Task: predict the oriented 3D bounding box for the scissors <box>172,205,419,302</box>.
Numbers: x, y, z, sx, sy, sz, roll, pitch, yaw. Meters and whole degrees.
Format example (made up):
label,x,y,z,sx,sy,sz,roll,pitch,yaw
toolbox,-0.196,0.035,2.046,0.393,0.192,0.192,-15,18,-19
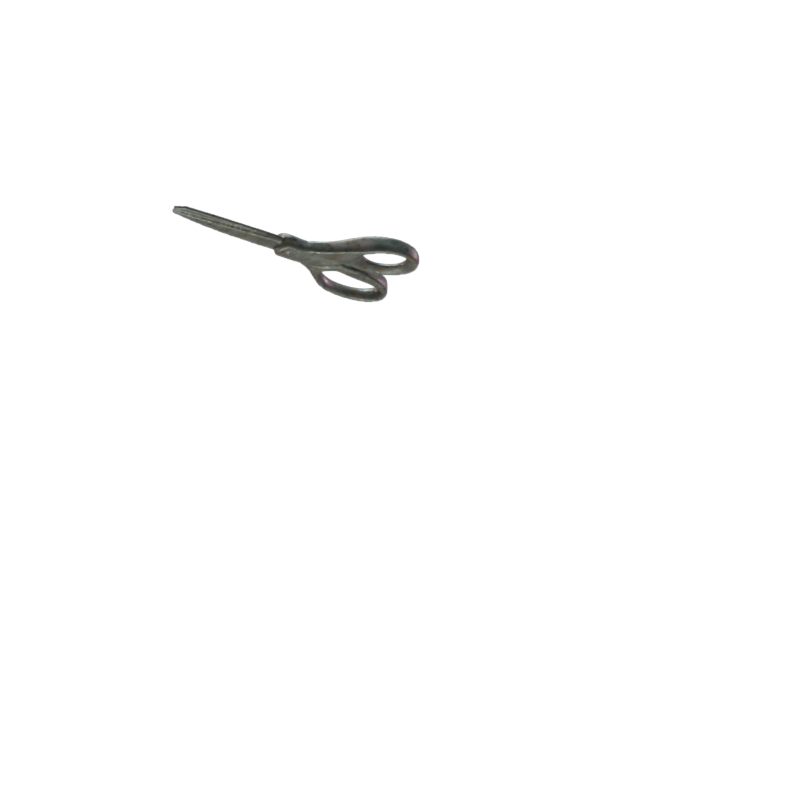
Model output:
label,x,y,z,sx,sy,sz,roll,pitch,yaw
scissors,-0.065,-0.119,0.832,0.097,0.017,0.188,-18,-29,35
